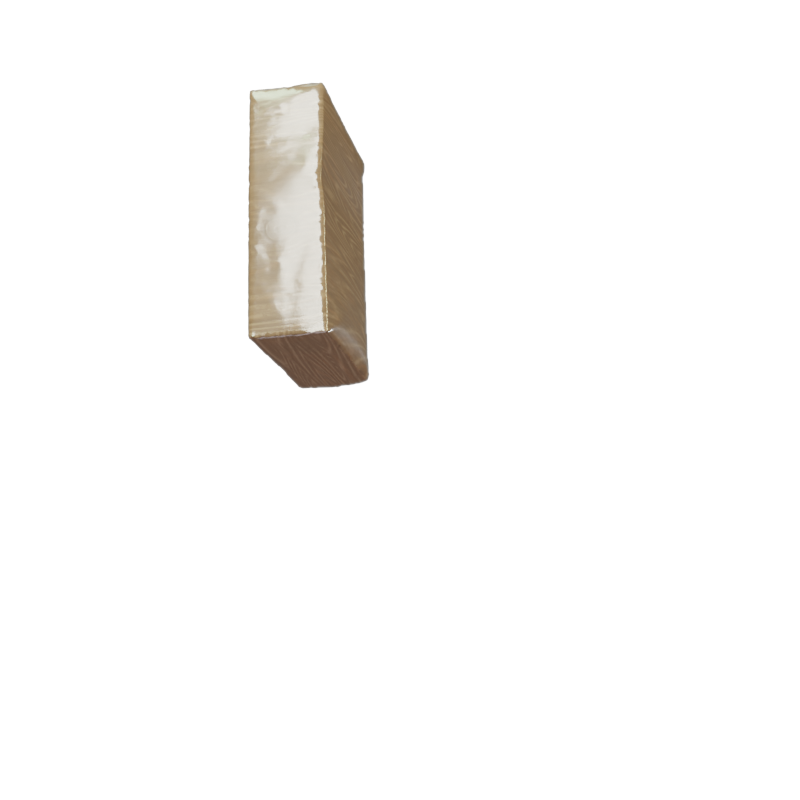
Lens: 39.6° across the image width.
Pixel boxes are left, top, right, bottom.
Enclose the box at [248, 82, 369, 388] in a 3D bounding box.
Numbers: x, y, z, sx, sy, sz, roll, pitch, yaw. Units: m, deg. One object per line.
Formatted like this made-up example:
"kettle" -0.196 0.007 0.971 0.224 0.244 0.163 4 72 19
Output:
"box" -0.073 -0.133 0.931 0.073 0.224 0.155 -5 -19 10
